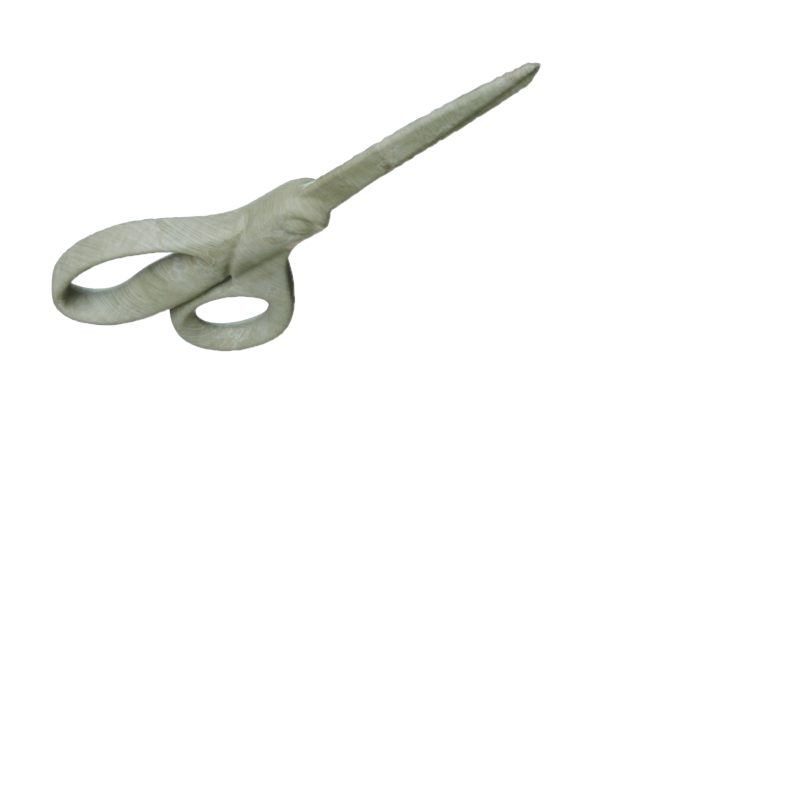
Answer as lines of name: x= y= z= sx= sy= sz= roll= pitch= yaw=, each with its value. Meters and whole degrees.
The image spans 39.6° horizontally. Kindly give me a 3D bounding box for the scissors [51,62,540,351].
scissors: x=-0.029 y=-0.053 z=0.371 sx=0.205 sy=0.017 sz=0.089 roll=-13 pitch=-26 yaw=28
